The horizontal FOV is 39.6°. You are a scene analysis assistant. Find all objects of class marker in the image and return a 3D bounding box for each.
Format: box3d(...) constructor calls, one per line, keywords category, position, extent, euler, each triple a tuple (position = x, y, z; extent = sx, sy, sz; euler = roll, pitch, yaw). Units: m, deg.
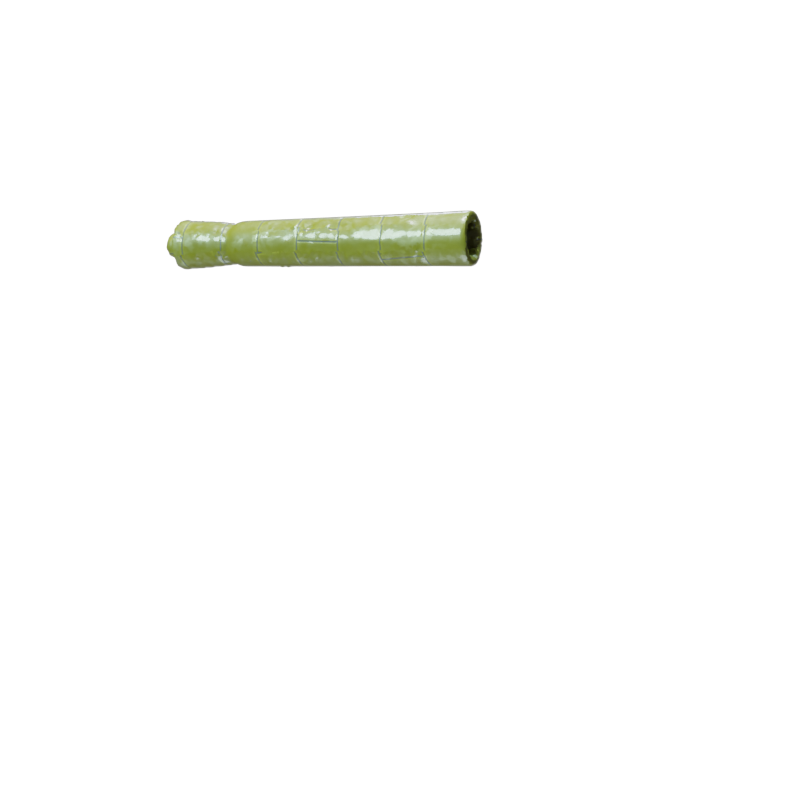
box3d(category="marker", position=(-0.031, -0.057, 0.398), extent=(0.125, 0.020, 0.019), euler=(3, 5, 26))
